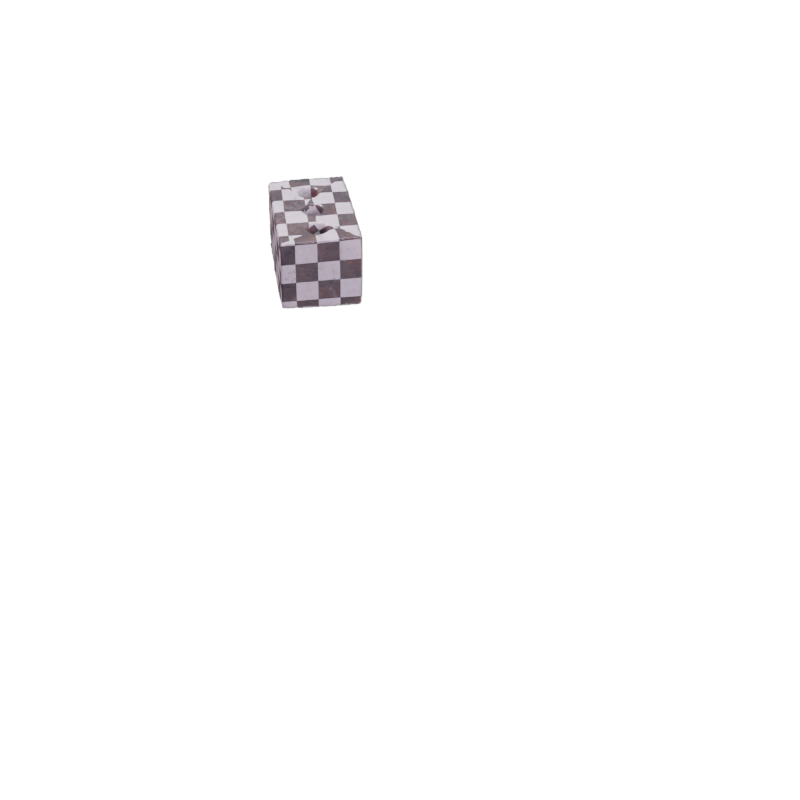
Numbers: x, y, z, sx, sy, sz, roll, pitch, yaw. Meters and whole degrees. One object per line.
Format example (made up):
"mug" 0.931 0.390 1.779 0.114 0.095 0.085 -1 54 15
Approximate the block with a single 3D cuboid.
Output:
"block" -0.057 -0.103 0.725 0.052 0.048 0.084 -6 39 -9
